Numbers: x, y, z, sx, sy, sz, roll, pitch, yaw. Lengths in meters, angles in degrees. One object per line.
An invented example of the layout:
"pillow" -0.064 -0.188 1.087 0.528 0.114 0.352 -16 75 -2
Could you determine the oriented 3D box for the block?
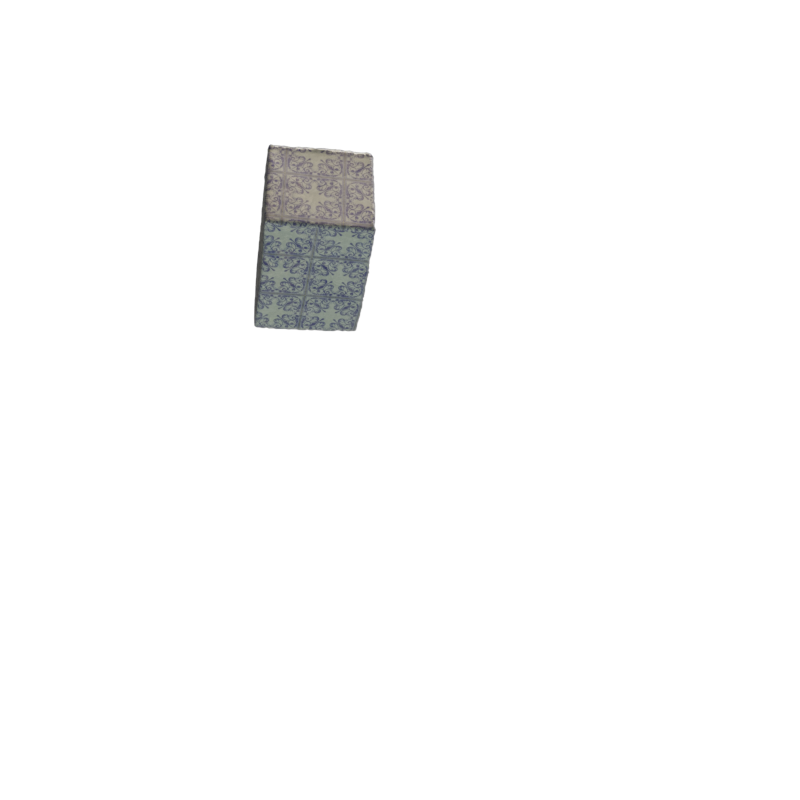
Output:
"block" -0.042 -0.077 0.540 0.052 0.055 0.073 4 -39 -8
